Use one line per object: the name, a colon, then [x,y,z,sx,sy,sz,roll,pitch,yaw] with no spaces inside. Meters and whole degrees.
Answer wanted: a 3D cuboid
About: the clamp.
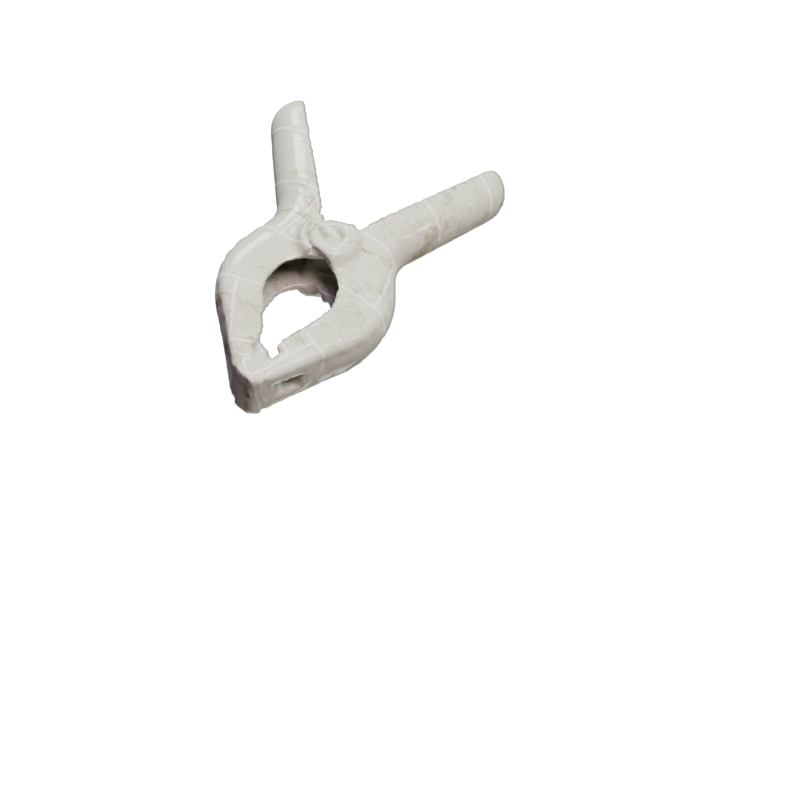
clamp: [-0.040,-0.073,0.508,0.126,0.036,0.176,24,53,20]
